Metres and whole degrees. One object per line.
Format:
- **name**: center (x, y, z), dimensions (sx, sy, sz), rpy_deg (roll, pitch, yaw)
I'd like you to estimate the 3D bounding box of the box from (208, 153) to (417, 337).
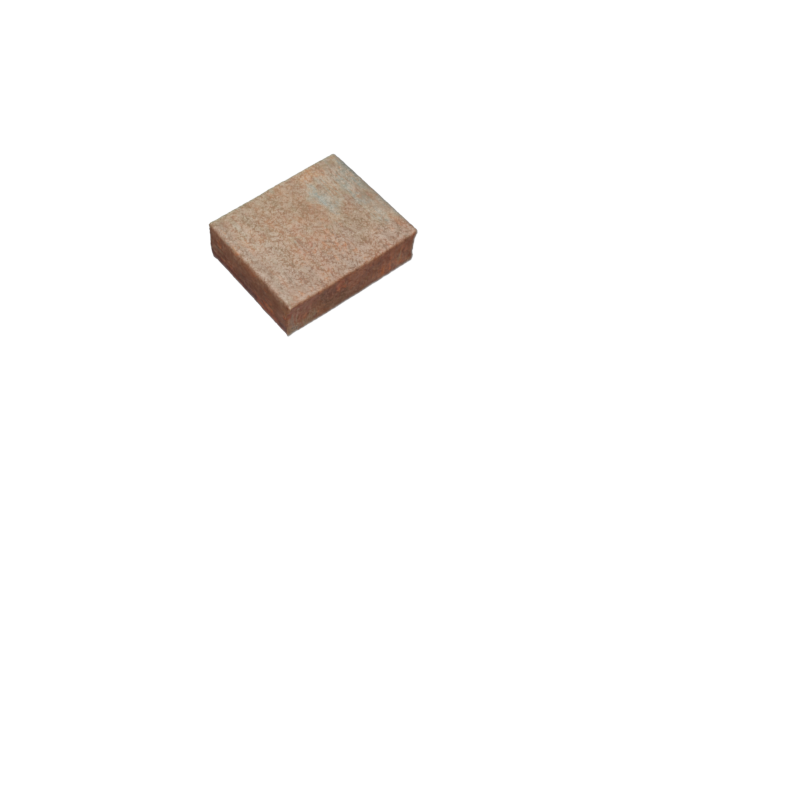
- **box**: center (-0.059, -0.108, 0.755), dimensions (0.114, 0.096, 0.036), rpy_deg (-35, -28, -22)
